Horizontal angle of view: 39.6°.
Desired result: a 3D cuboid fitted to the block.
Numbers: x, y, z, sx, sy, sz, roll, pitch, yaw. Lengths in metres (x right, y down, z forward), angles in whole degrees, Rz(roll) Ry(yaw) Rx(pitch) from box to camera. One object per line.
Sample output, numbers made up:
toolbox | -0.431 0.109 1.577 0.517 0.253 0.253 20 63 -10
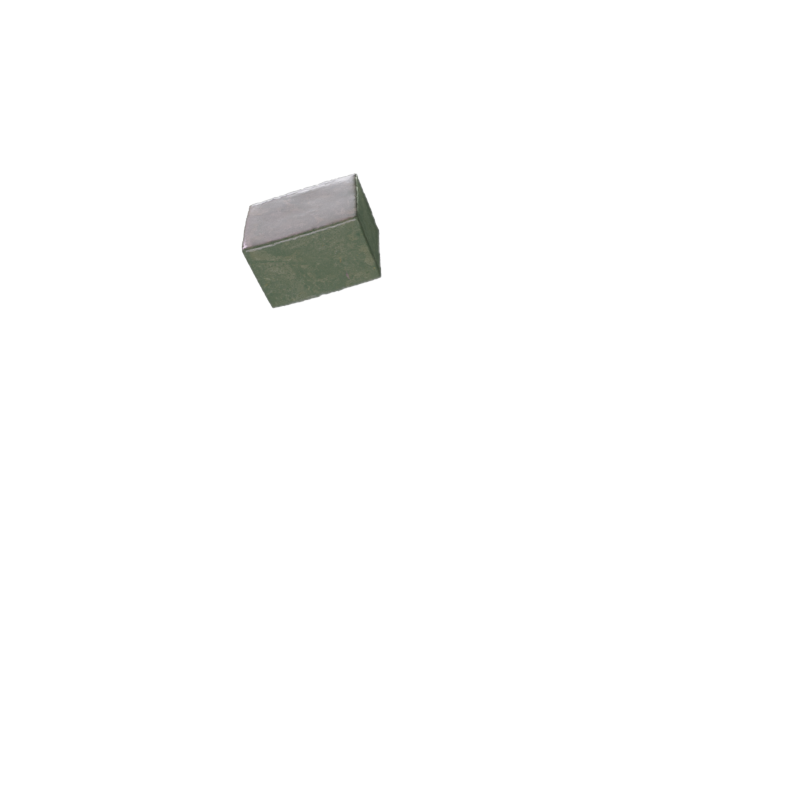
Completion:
block | -0.056 -0.103 0.718 0.078 0.049 0.055 -15 39 10
